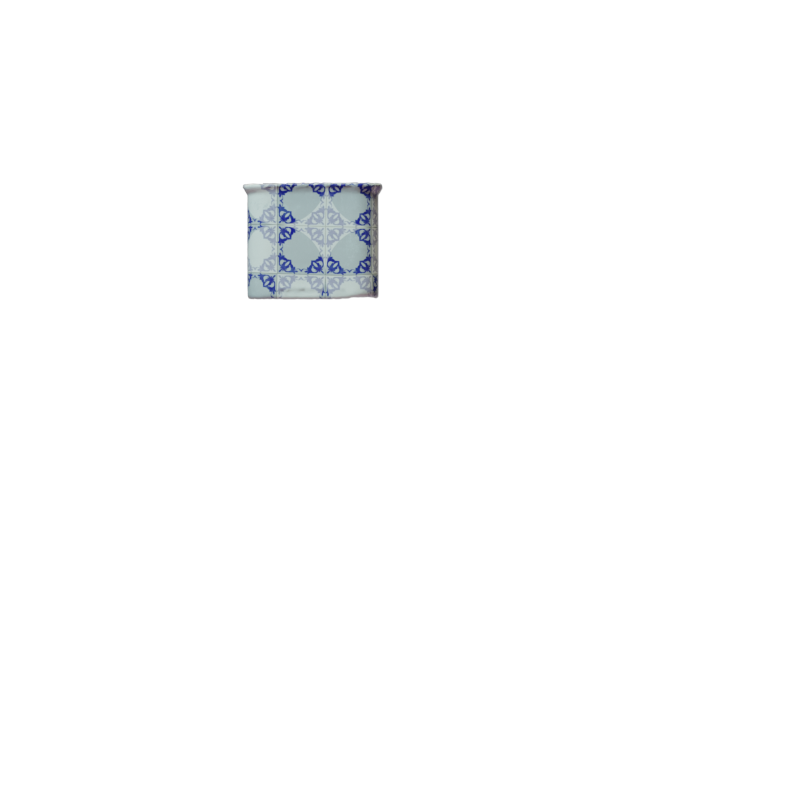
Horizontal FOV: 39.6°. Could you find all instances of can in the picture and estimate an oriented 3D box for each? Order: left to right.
[{"bbox_3d":[-0.064,-0.117,0.818,0.102,0.084,0.057,0,1,3],"label":"can"}]
